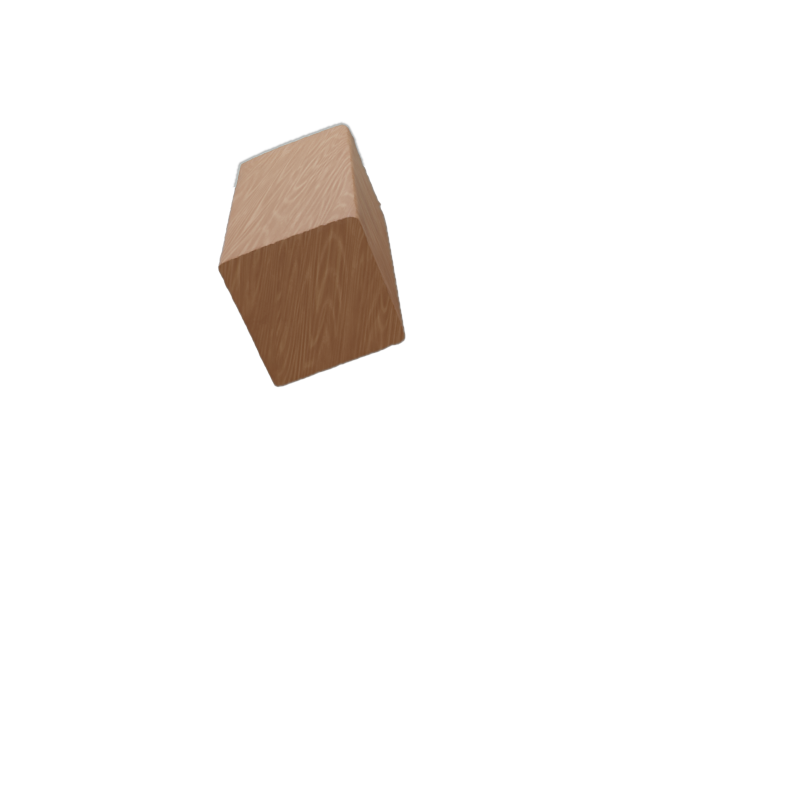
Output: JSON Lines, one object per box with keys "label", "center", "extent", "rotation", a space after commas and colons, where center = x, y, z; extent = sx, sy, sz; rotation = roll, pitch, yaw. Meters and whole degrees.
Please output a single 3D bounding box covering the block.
{"label": "block", "center": [-0.059, -0.108, 0.756], "extent": [0.090, 0.086, 0.218], "rotation": [-20, 26, 6]}
